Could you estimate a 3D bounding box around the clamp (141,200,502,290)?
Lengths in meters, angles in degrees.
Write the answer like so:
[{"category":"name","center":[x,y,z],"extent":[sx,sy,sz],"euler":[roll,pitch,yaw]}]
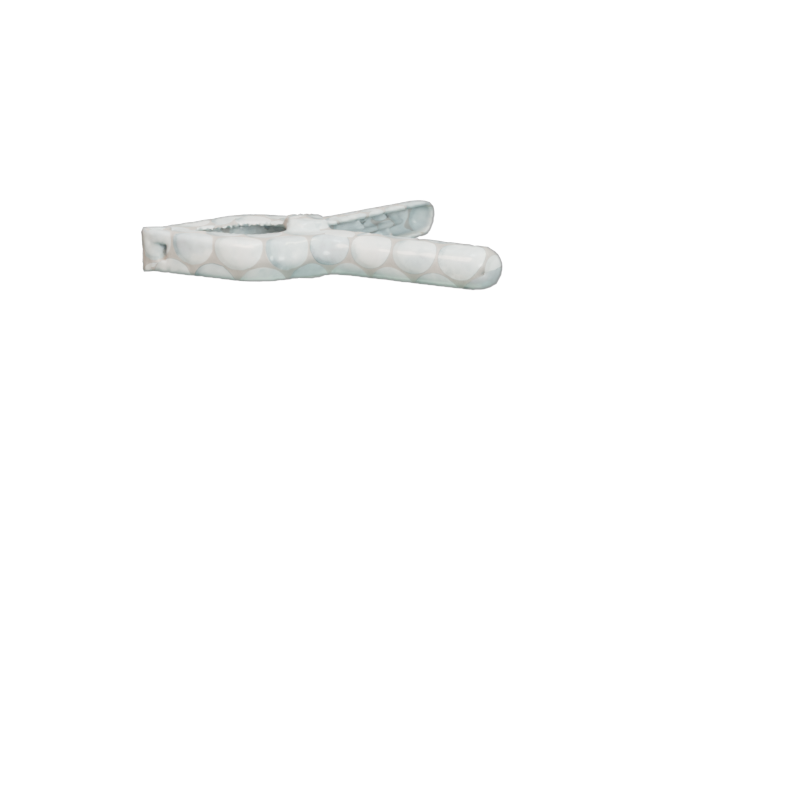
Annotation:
[{"category":"clamp","center":[-0.055,-0.100,0.699],"extent":[0.209,0.035,0.171],"euler":[-1,19,-3]}]
